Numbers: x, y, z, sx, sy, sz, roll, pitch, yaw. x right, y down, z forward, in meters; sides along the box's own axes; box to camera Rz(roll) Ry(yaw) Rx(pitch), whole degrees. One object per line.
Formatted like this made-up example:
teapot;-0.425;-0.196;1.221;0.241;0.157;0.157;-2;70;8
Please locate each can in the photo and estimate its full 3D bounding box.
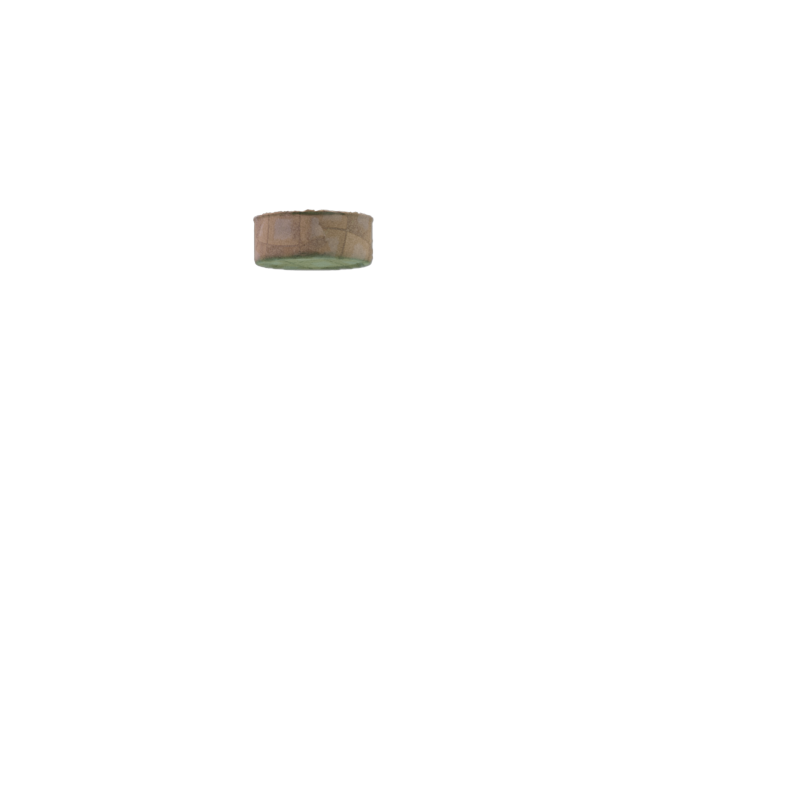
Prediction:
can;-0.062;-0.112;0.787;0.086;0.034;0.085;0;0;-2
